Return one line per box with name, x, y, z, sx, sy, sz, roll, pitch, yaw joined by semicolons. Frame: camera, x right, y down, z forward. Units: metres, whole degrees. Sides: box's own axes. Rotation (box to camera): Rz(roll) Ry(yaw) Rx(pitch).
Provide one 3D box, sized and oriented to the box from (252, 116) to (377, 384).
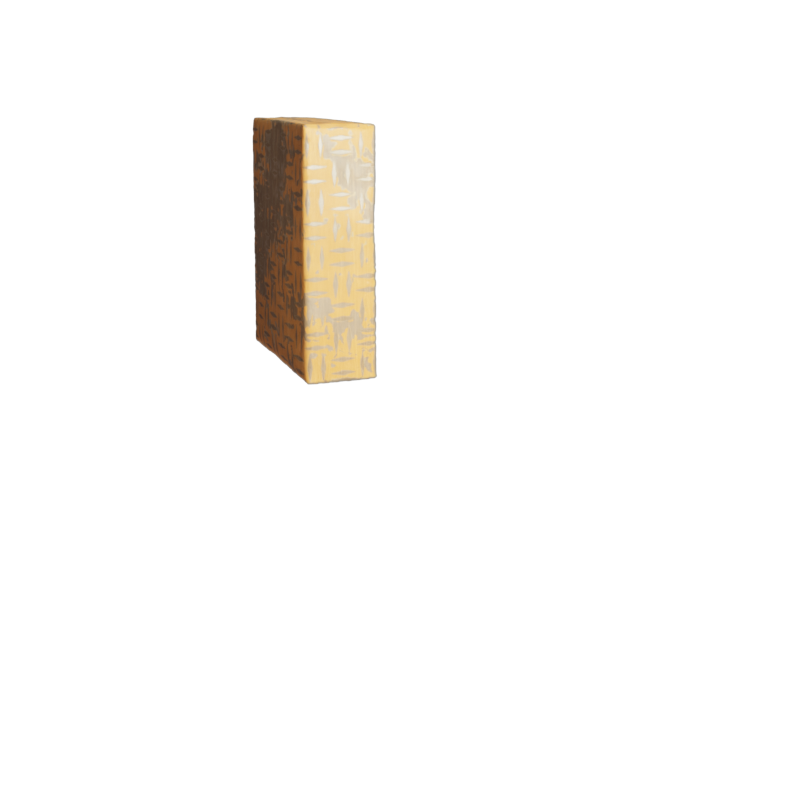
box;-0.076;-0.139;0.973;0.070;0.209;0.172;-3;12;-21
